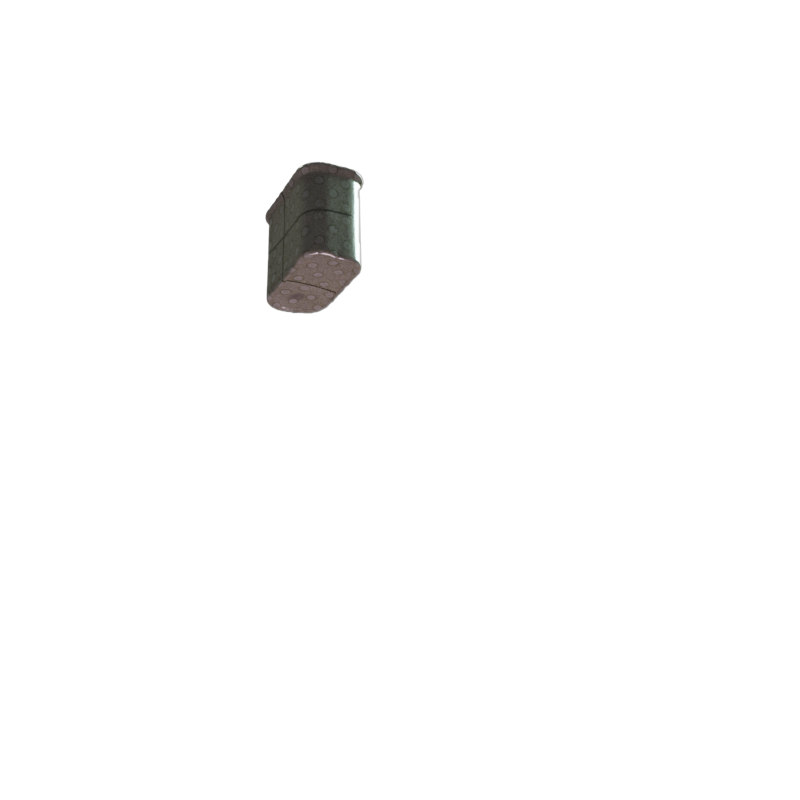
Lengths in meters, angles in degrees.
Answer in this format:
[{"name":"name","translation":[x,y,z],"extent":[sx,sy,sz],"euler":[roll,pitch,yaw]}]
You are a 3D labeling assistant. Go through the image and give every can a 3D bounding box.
[{"name":"can","translation":[-0.070,-0.127,0.890],"extent":[0.055,0.089,0.099],"euler":[12,-30,-24]}]
